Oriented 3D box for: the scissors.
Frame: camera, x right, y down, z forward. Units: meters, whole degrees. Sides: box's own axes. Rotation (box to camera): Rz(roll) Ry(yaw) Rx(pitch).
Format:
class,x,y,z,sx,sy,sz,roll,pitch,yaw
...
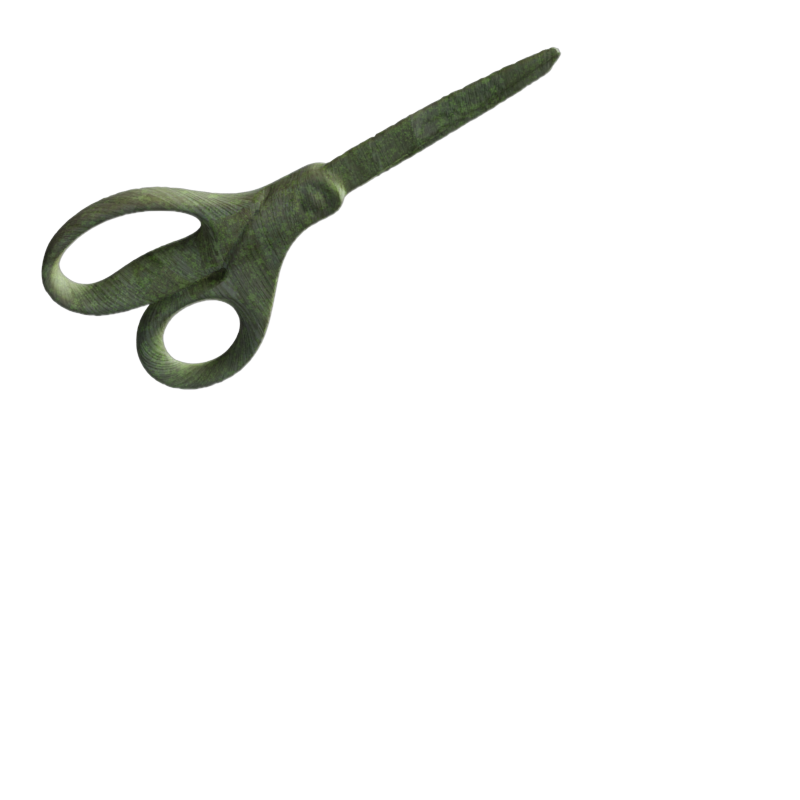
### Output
class,x,y,z,sx,sy,sz,roll,pitch,yaw
scissors,-0.032,-0.058,0.407,0.203,0.089,0.017,-14,33,9
